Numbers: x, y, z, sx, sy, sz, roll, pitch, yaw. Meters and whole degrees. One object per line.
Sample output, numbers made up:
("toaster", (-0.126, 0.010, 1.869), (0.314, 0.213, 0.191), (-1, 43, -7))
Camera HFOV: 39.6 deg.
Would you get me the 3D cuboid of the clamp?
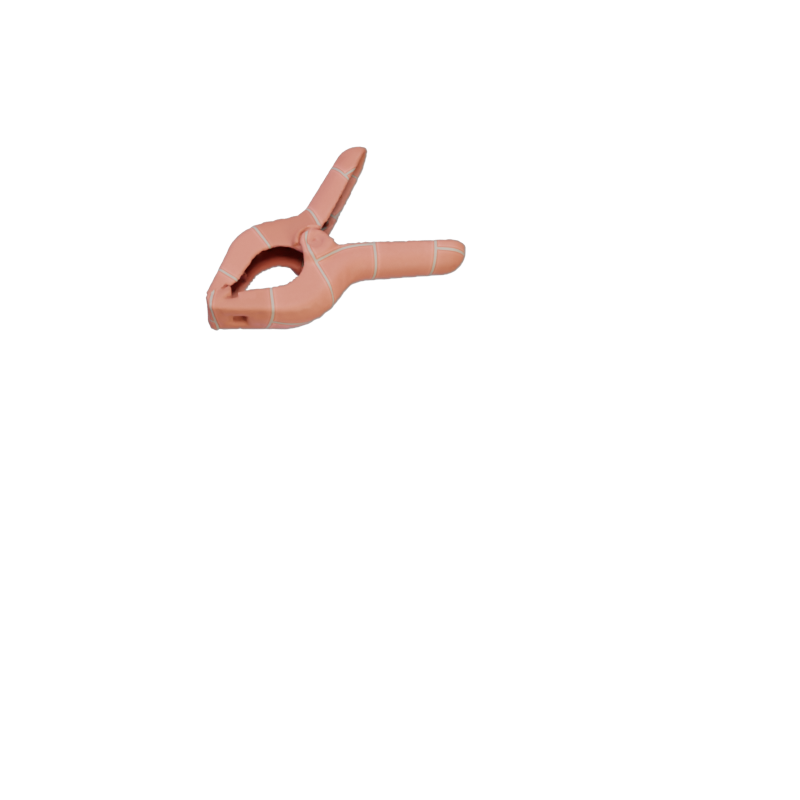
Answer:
("clamp", (-0.057, -0.104, 0.729), (0.170, 0.036, 0.130), (-22, 52, -19))
